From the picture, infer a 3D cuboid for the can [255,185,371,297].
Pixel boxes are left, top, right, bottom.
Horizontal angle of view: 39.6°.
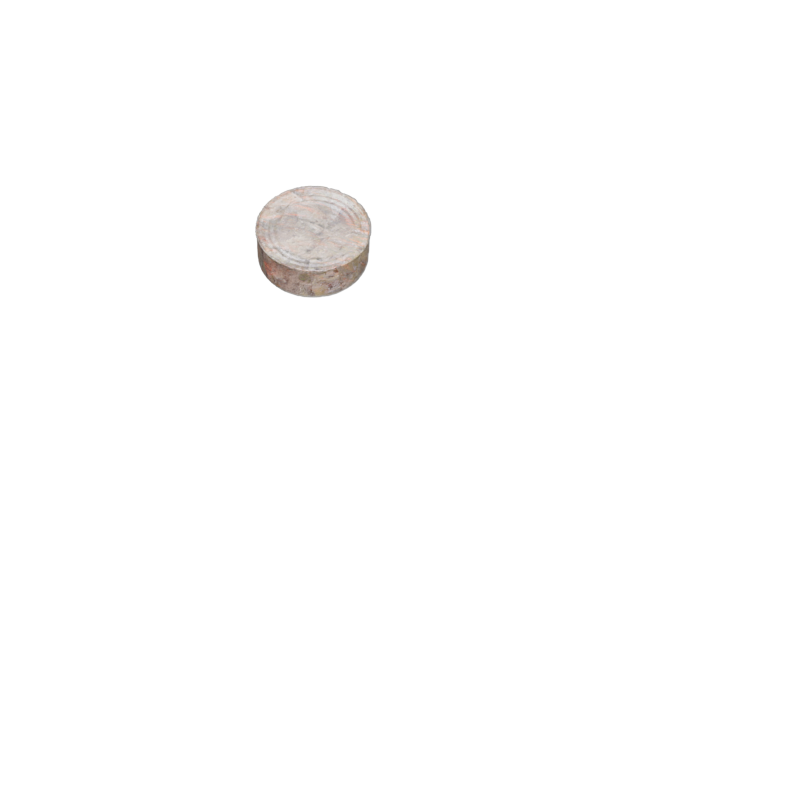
[{"bbox_3d":[-0.065,-0.118,0.829,0.086,0.092,0.031,-1,-39,-1],"label":"can"}]
